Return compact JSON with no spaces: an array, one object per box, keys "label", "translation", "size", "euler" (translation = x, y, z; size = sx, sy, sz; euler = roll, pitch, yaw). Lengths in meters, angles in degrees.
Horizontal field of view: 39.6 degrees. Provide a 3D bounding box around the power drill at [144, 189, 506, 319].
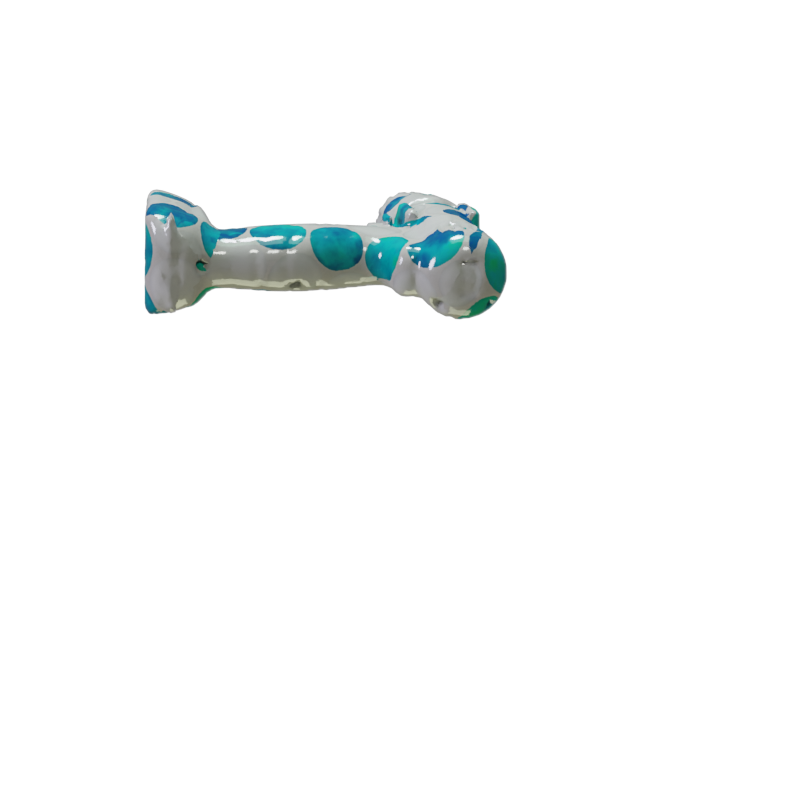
[{"label":"power drill","translation":[-0.049,-0.089,0.623],"size":[0.186,0.056,0.192],"euler":[-2,16,-8]}]
